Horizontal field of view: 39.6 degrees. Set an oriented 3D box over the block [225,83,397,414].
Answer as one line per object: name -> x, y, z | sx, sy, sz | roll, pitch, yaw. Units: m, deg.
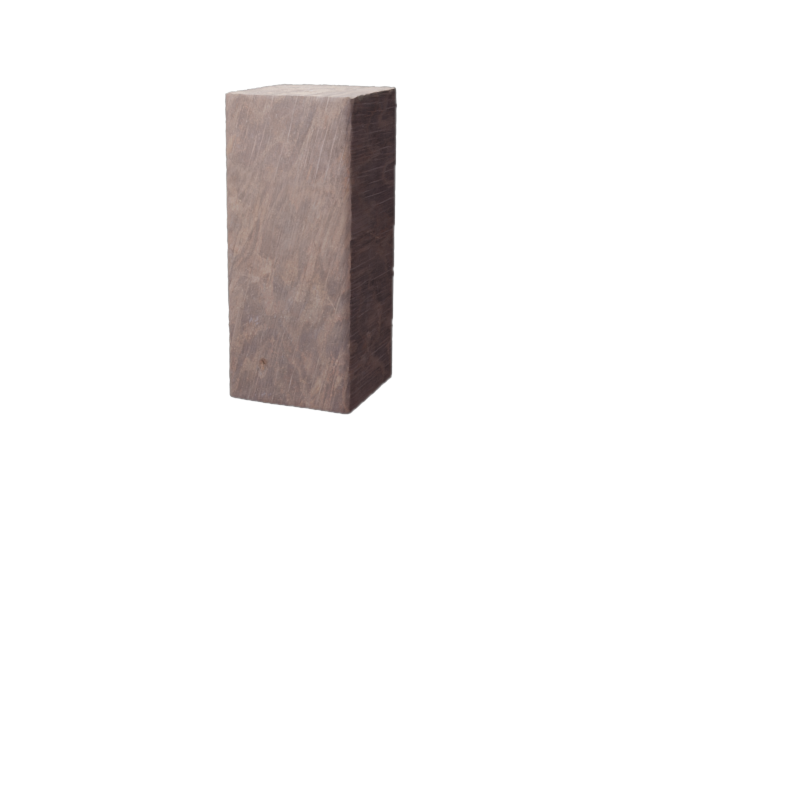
block -> -0.058, -0.107, 0.752 | 0.093, 0.200, 0.091 | 6, 14, 20
